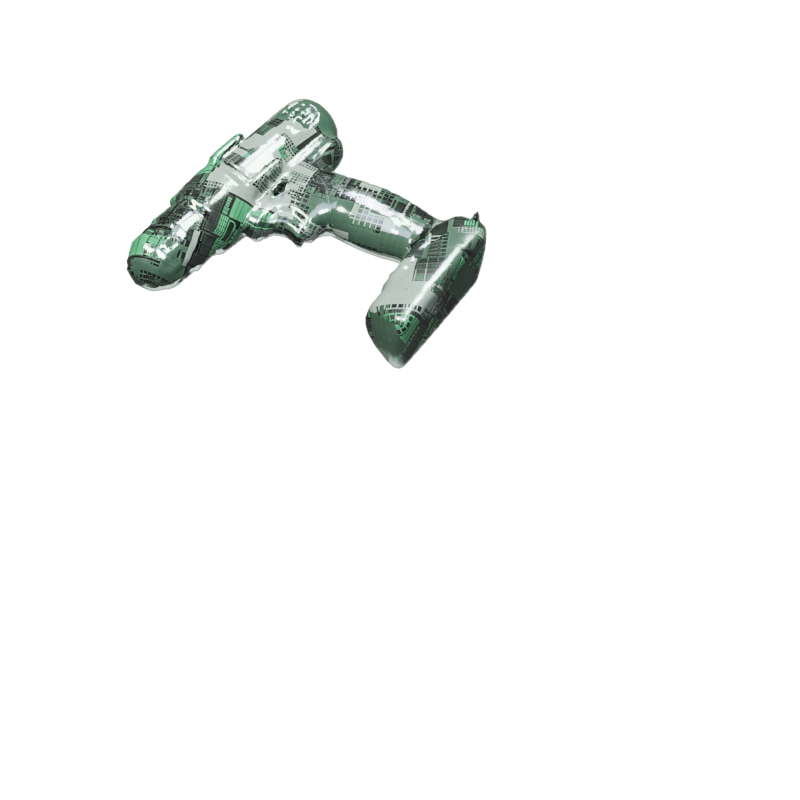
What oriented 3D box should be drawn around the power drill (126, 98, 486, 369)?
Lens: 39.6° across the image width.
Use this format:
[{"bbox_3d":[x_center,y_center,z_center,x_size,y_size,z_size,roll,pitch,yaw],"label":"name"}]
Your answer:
[{"bbox_3d":[-0.055,-0.101,0.708,0.197,0.188,0.054,32,-29,20],"label":"power drill"}]
